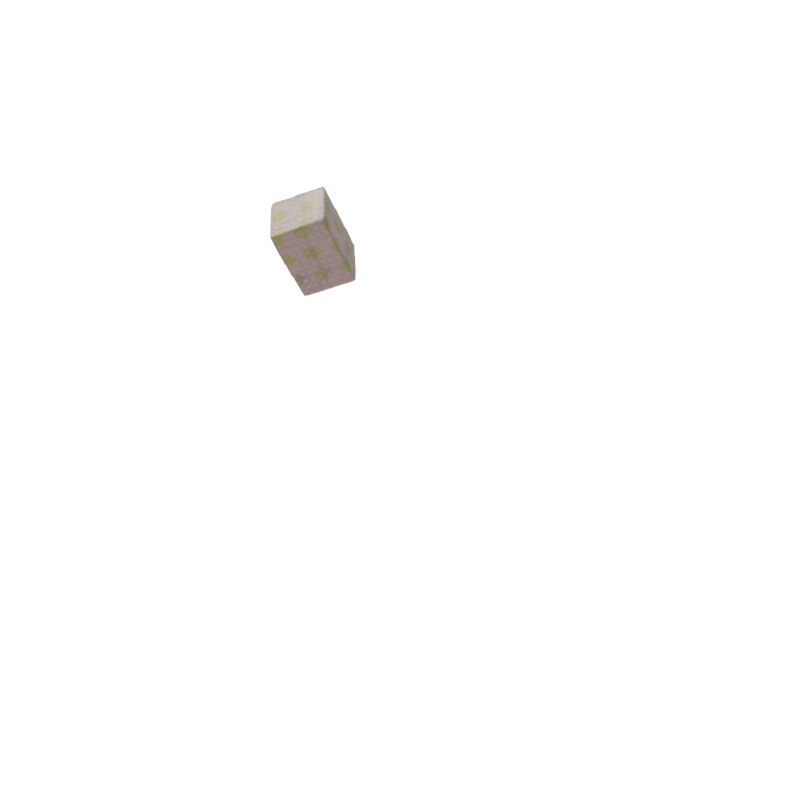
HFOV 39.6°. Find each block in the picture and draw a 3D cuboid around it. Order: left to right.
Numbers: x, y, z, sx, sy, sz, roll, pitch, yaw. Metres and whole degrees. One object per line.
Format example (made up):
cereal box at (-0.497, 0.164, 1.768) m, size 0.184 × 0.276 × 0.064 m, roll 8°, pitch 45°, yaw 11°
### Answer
block at (-0.078, -0.142, 0.997) m, size 0.053 × 0.072 × 0.055 m, roll -17°, pitch 41°, yaw 13°
